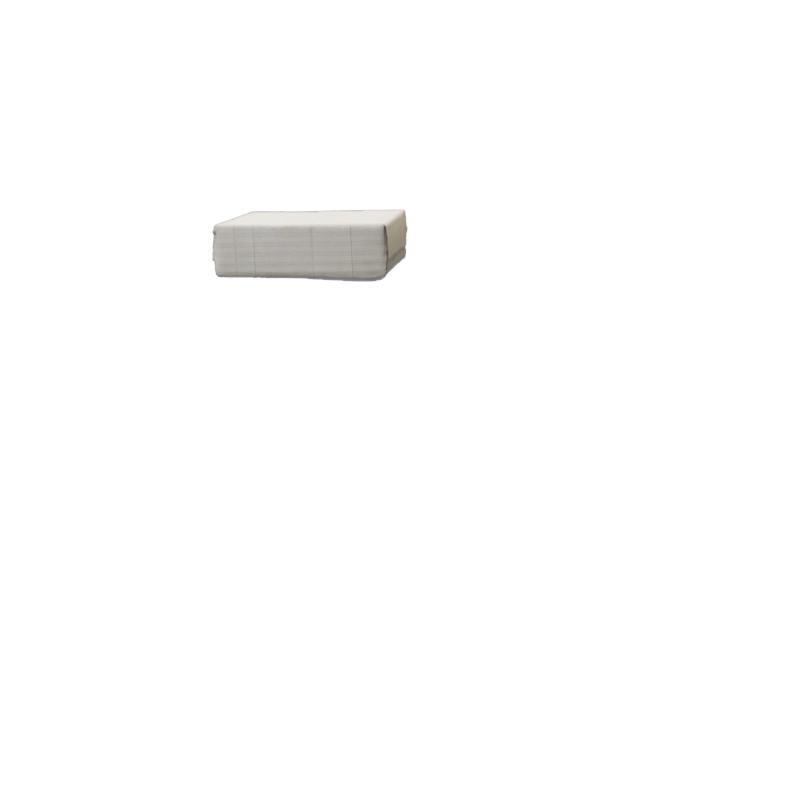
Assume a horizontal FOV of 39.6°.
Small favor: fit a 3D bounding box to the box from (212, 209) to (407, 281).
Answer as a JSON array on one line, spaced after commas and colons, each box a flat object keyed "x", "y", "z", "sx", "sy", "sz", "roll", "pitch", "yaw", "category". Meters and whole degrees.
[{"x": -0.057, "y": -0.104, "z": 0.730, "sx": 0.115, "sy": 0.038, "sz": 0.091, "roll": 3, "pitch": 15, "yaw": 11, "category": "box"}]
